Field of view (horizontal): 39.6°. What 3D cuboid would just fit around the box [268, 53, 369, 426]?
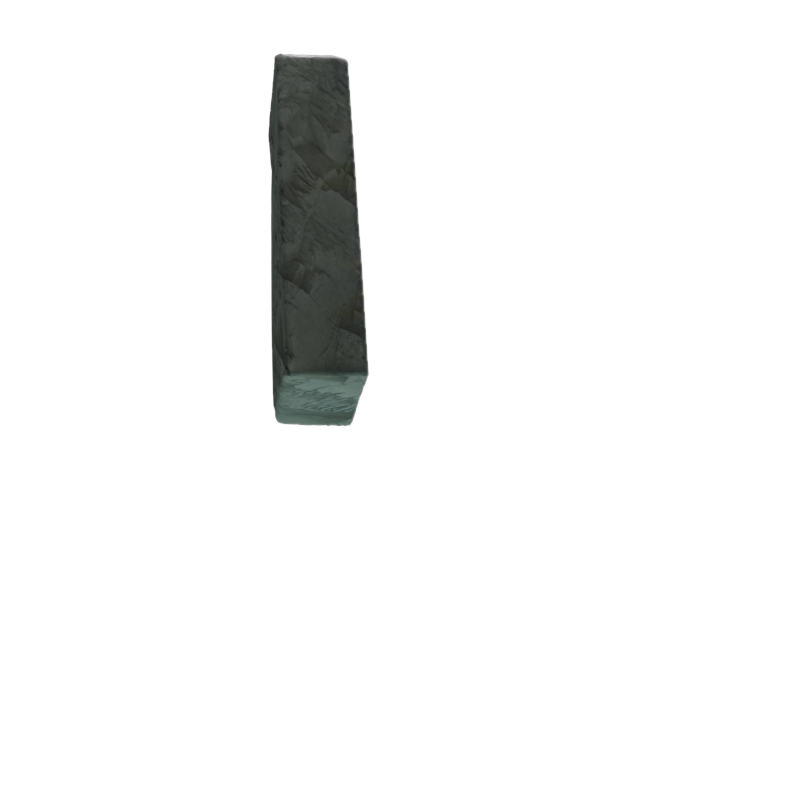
[{"bbox_3d":[-0.045,-0.083,0.581,0.048,0.185,0.089,1,-22,-8],"label":"box"}]
